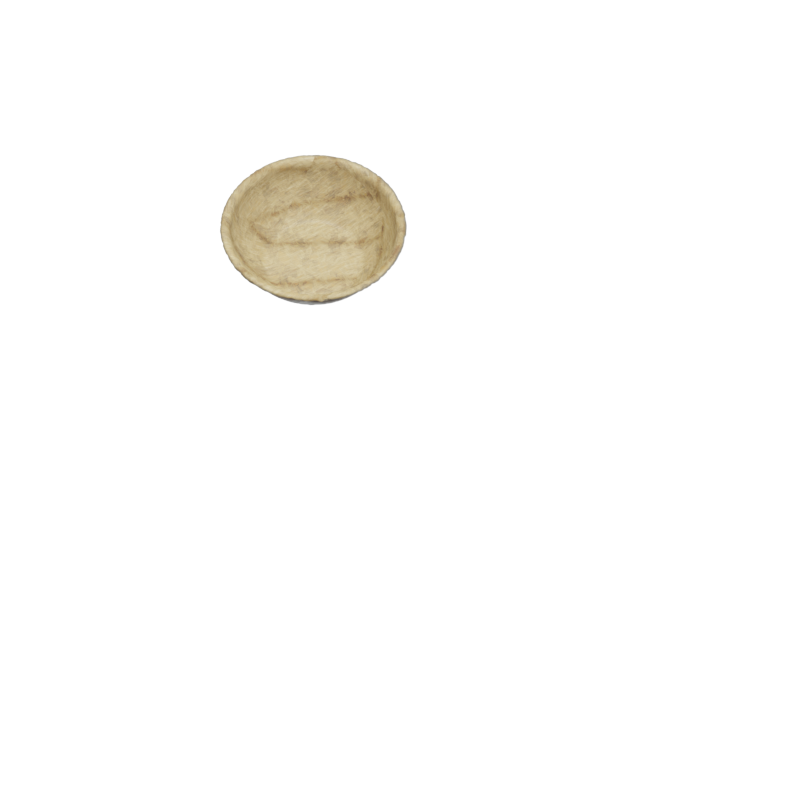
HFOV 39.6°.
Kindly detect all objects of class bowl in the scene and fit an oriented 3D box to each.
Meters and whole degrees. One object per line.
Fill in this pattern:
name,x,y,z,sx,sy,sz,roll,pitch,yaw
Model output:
bowl,-0.077,-0.140,0.981,0.162,0.173,0.051,-1,-34,-1
